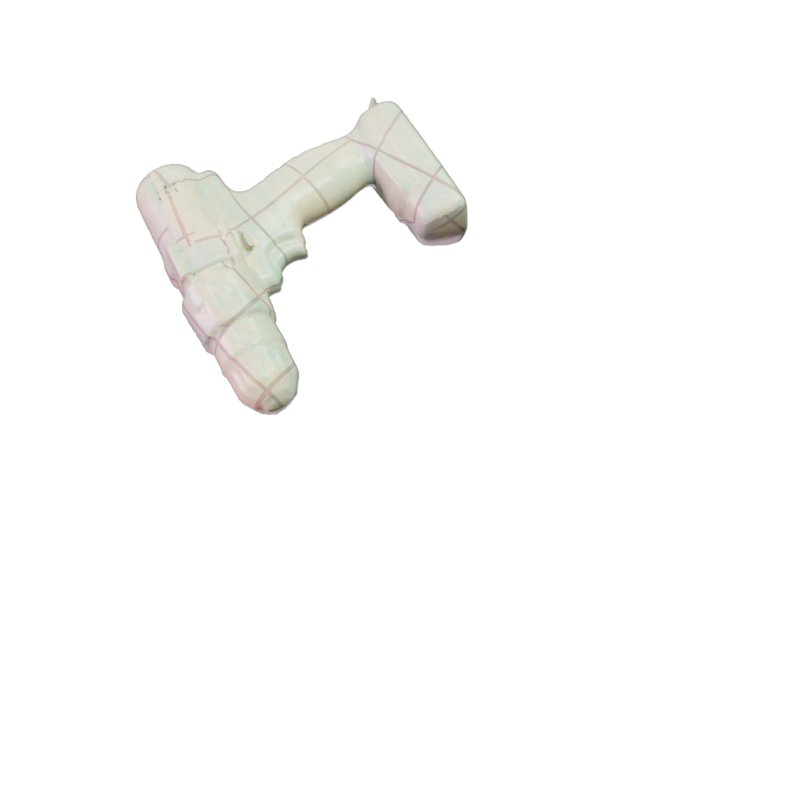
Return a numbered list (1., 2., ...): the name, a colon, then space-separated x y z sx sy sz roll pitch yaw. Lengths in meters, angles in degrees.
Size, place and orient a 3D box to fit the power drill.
1. power drill: -0.055 -0.100 0.704 0.187 0.196 0.054 -25 -25 -13
